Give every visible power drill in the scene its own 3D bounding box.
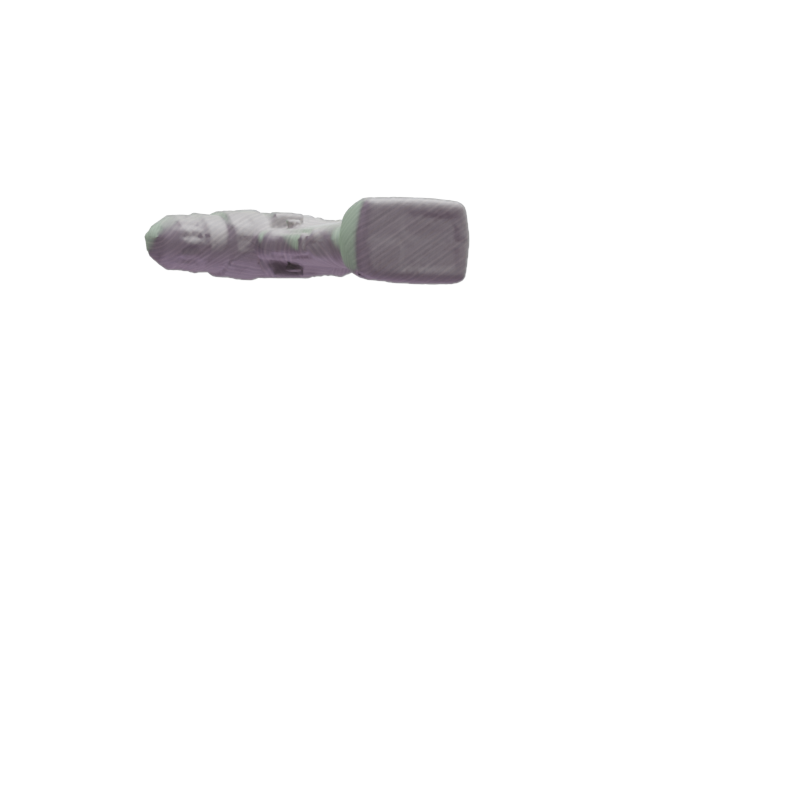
[{"bbox_3d":[-0.061,-0.111,0.777,0.178,0.057,0.196,-6,10,-40],"label":"power drill"}]
